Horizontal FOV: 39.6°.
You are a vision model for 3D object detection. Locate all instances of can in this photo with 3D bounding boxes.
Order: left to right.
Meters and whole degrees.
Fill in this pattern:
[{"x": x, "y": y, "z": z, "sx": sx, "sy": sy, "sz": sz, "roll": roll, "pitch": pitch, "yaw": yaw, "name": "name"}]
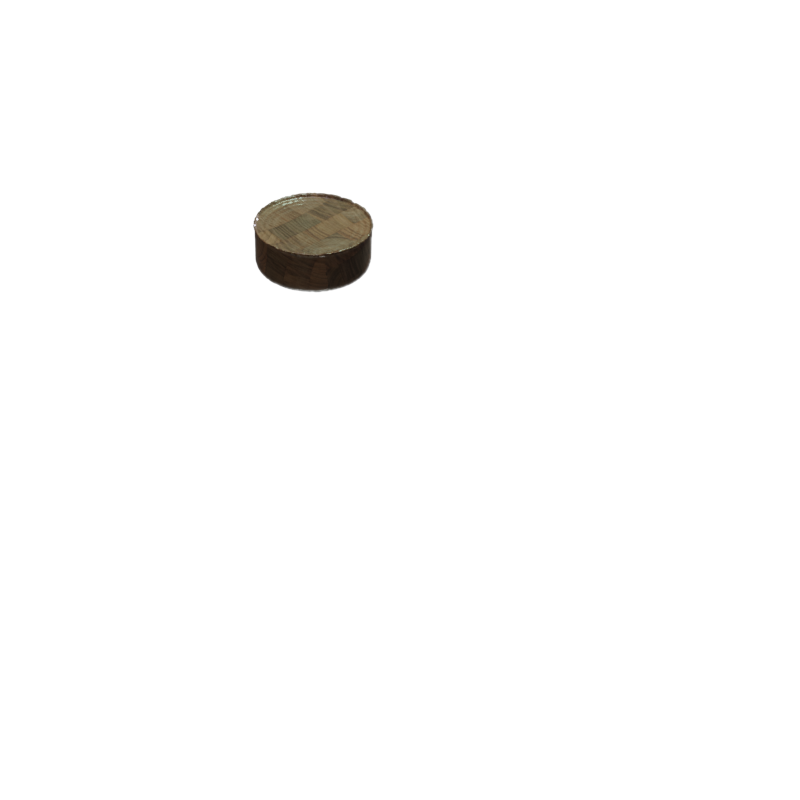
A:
[{"x": -0.063, "y": -0.114, "z": 0.802, "sx": 0.086, "sy": 0.031, "sz": 0.092, "roll": -1, "pitch": 37, "yaw": -2, "name": "can"}]
